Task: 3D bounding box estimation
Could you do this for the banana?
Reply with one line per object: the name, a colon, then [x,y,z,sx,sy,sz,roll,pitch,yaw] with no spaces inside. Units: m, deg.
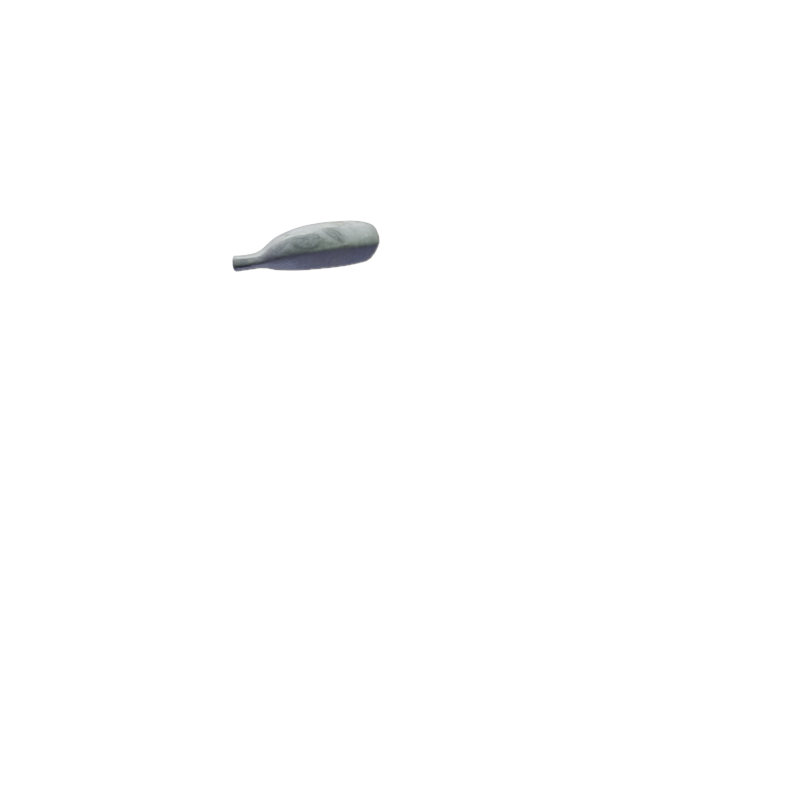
banana: [-0.058,-0.130,0.915,0.072,0.036,0.194,5,12,26]
